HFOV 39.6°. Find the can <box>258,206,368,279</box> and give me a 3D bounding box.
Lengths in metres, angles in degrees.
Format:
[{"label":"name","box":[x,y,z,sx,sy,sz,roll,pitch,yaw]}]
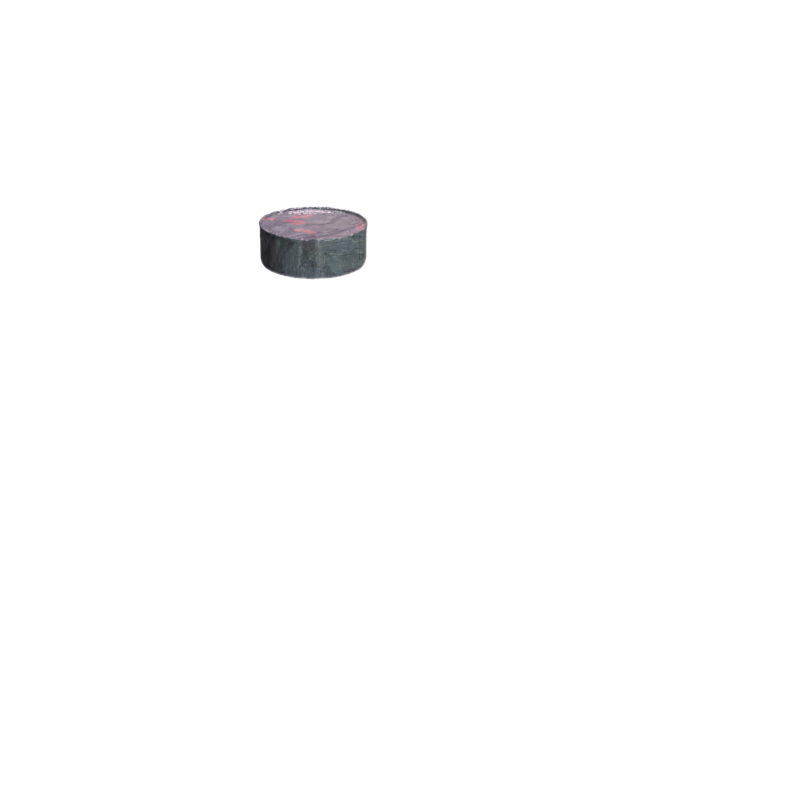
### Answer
[{"label":"can","box":[-0.069,-0.125,0.877,0.086,0.032,0.090,-1,25,-2]}]
